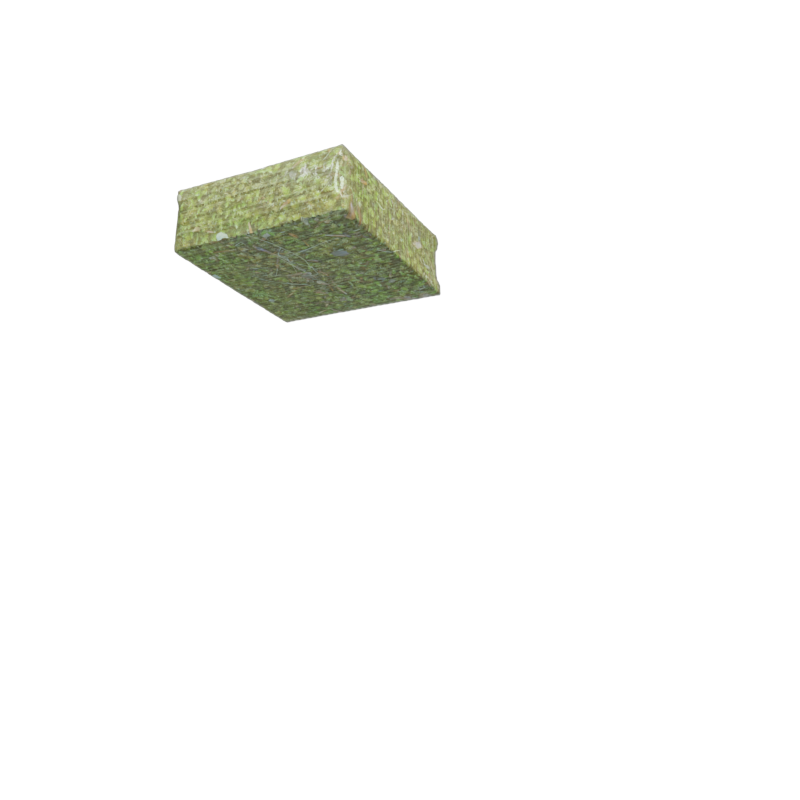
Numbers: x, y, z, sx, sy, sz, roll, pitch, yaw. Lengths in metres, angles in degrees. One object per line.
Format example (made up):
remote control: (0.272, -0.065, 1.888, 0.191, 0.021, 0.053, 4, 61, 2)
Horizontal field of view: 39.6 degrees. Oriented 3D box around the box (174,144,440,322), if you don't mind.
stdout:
box: (-0.034, -0.063, 0.439, 0.074, 0.032, 0.083, -10, -21, 26)
